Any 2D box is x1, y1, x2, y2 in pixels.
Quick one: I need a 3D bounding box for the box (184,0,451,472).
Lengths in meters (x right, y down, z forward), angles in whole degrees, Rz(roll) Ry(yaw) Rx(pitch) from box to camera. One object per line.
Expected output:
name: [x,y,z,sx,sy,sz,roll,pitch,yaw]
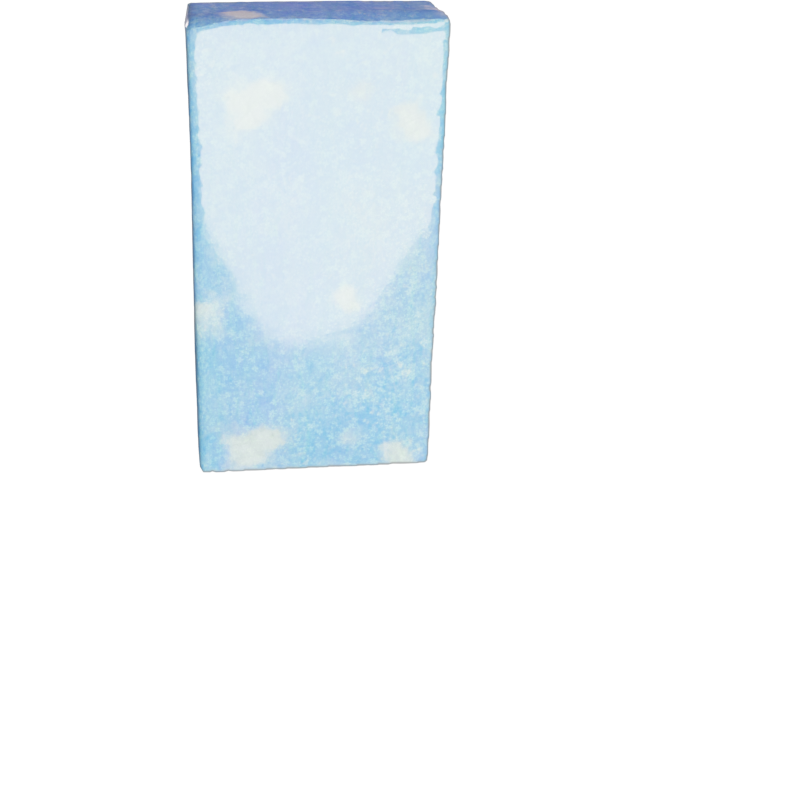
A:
box: [-0.033,-0.060,0.420,0.093,0.167,0.051,-2,25,-7]
